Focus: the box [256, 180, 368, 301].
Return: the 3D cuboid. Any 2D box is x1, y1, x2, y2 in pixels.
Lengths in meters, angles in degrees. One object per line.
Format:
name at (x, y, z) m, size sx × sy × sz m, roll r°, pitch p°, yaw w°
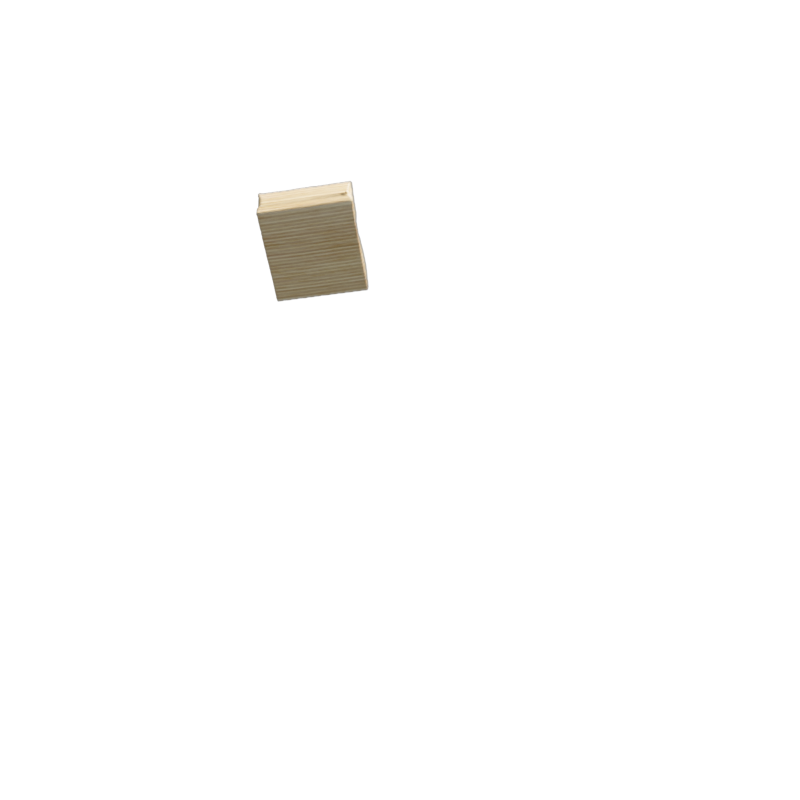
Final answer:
box at (-0.067, -0.122, 0.853) m, size 0.073 × 0.083 × 0.032 m, roll -7°, pitch 37°, yaw 5°
